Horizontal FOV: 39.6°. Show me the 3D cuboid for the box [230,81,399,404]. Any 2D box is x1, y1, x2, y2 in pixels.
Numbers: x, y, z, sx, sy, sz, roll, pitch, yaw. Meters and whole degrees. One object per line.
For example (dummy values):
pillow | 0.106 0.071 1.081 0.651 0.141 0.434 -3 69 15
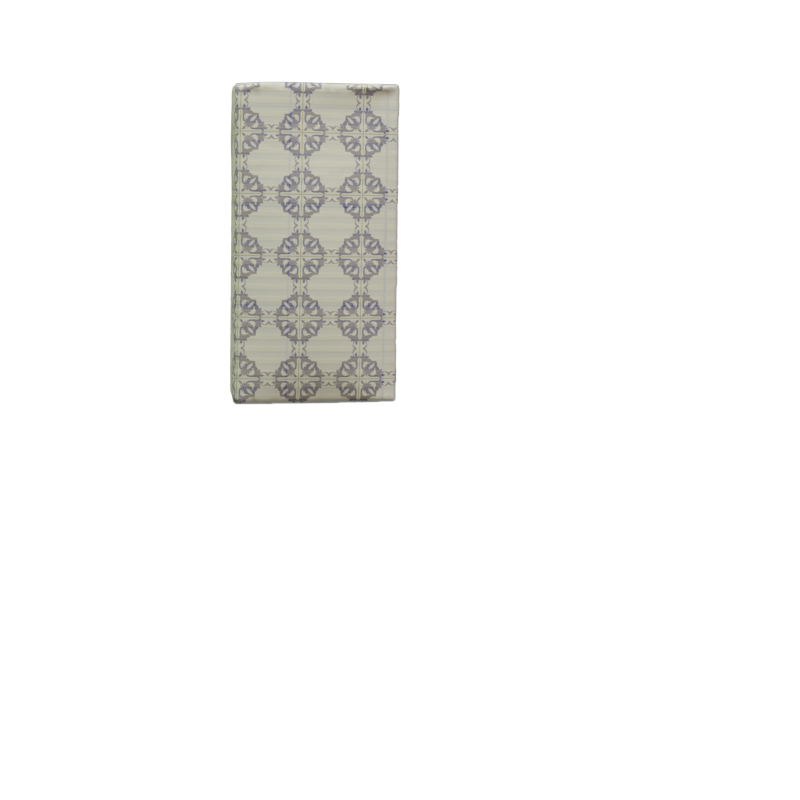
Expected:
box | -0.049 -0.089 0.621 0.092 0.174 0.049 -1 6 -8
